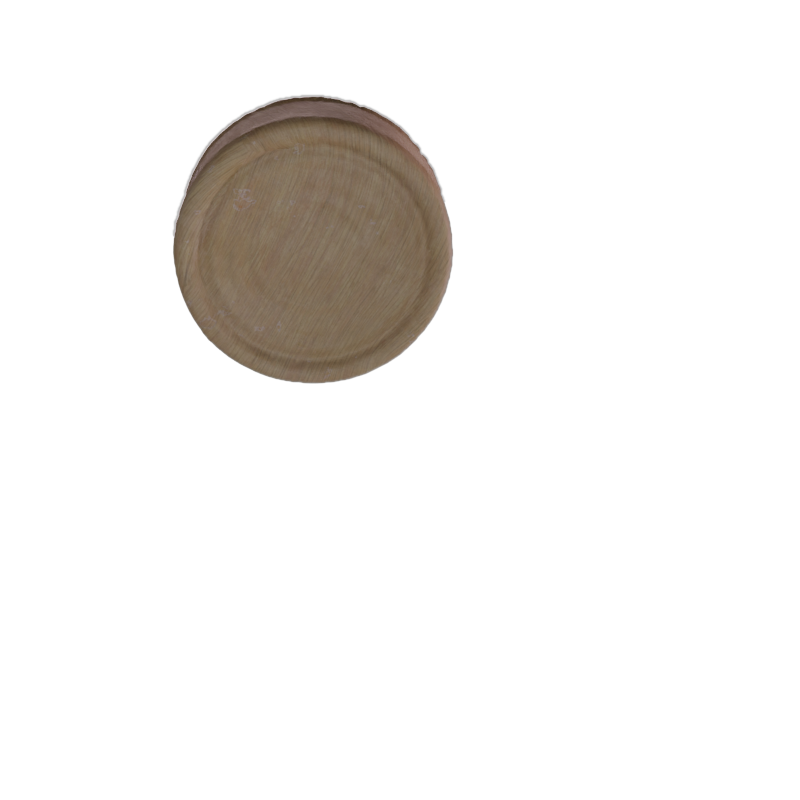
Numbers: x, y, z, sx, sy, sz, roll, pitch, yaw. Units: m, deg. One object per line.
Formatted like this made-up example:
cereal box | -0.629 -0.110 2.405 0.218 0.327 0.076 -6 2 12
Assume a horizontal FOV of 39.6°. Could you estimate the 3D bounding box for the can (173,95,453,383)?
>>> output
can | -0.027 -0.049 0.346 0.086 0.082 0.035 0 20 -1
